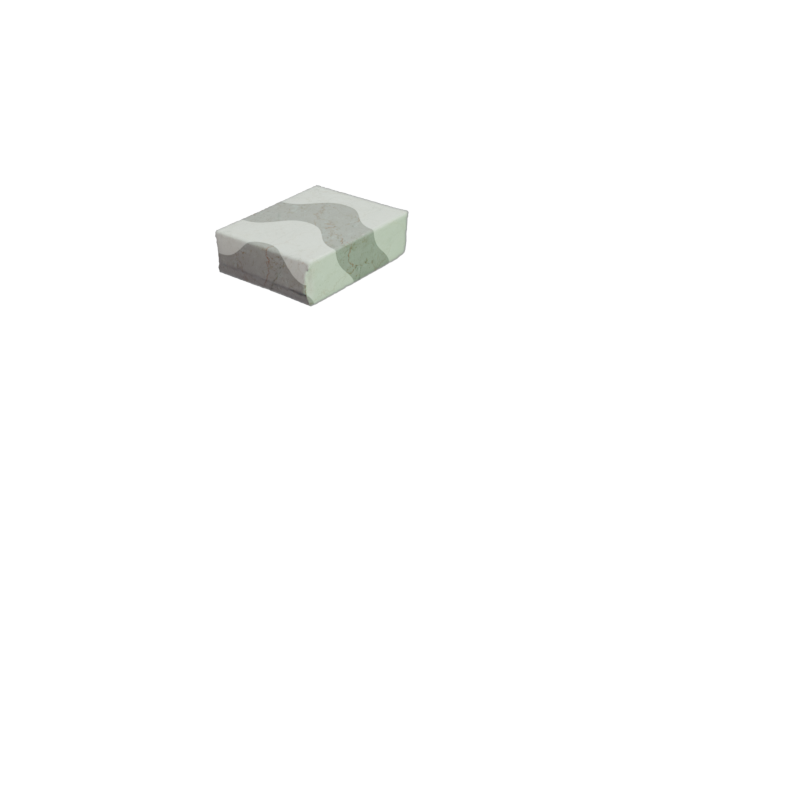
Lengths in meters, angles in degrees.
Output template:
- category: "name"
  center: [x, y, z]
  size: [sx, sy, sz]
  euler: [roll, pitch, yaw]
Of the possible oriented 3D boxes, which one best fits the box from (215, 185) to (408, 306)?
- category: "box"
  center: [-0.062, -0.114, 0.796]
  size: [0.095, 0.037, 0.113]
  euler: [22, 36, 33]
